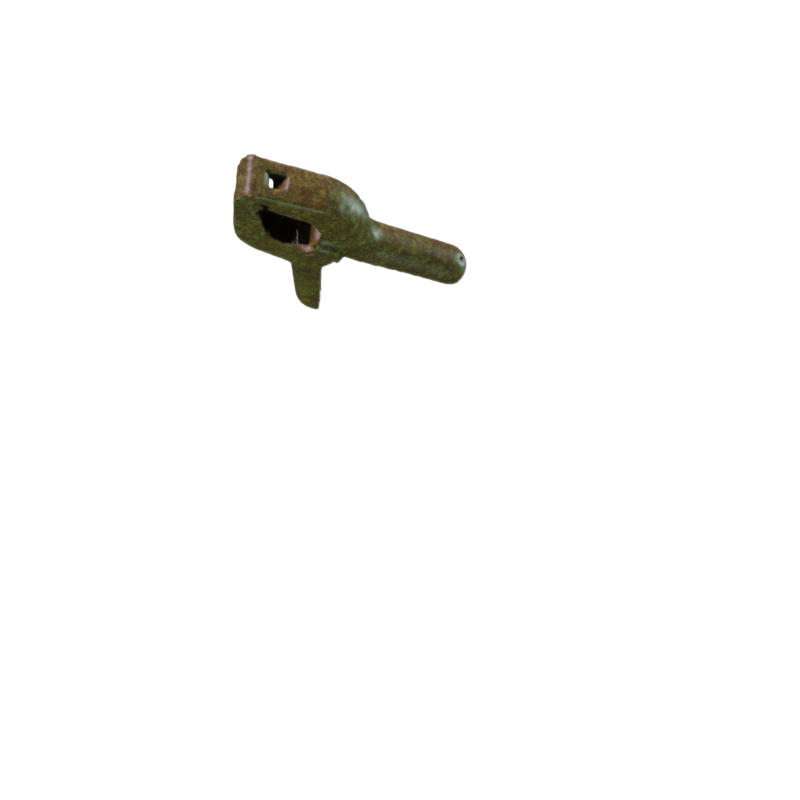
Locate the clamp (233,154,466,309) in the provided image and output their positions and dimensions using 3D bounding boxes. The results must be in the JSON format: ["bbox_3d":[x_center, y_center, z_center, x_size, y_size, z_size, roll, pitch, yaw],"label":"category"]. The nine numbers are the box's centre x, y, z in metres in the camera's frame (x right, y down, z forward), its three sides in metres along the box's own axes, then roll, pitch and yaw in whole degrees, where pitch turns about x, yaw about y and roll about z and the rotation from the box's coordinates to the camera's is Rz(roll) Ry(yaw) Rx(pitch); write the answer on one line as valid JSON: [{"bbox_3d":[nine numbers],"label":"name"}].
[{"bbox_3d":[-0.053,-0.096,0.675,0.121,0.042,0.160,-19,-31,35],"label":"clamp"}]
